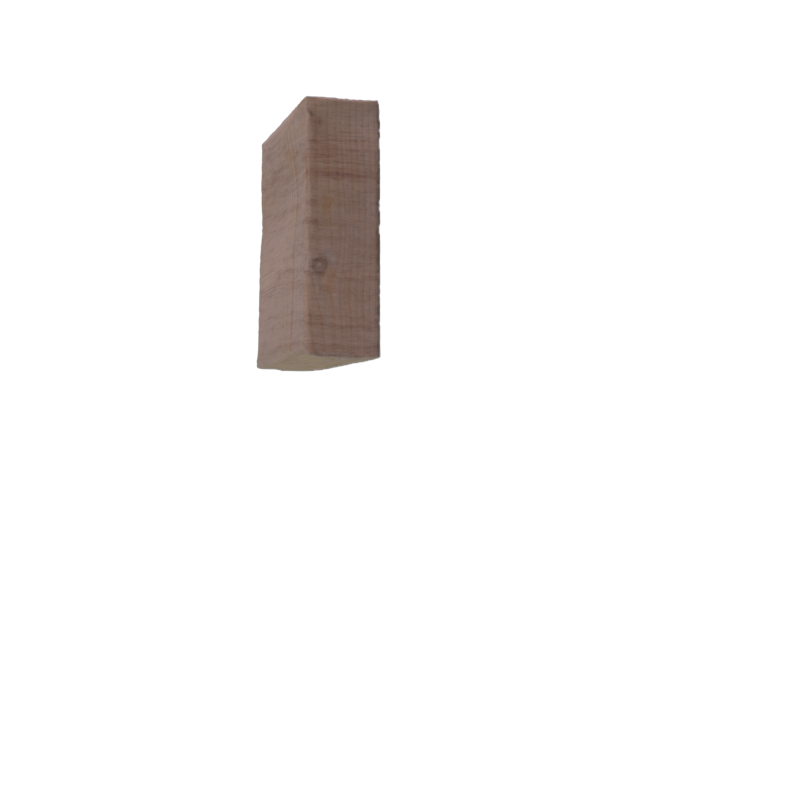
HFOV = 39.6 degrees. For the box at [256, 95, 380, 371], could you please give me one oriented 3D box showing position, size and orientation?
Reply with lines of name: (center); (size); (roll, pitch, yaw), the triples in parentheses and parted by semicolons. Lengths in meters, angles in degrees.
box: (-0.075, -0.136, 0.953); (0.070, 0.218, 0.165); (2, -7, -20)
